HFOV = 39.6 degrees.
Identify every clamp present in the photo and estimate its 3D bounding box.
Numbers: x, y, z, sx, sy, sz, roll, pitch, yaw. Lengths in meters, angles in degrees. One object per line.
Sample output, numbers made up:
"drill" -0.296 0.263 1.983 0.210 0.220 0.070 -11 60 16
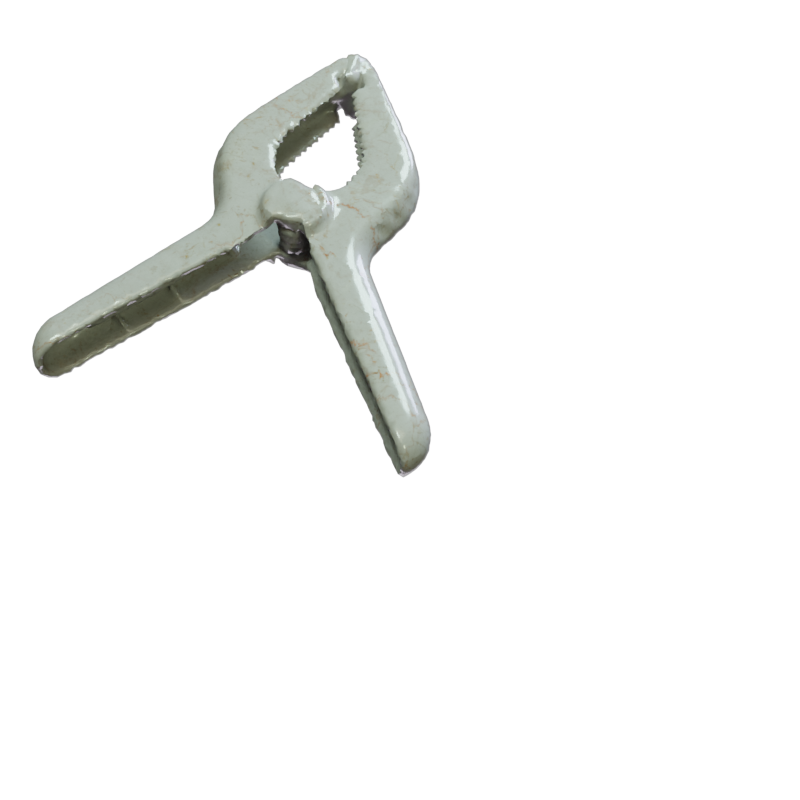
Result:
"clamp" -0.038 -0.069 0.486 0.169 0.219 0.034 19 -33 13
